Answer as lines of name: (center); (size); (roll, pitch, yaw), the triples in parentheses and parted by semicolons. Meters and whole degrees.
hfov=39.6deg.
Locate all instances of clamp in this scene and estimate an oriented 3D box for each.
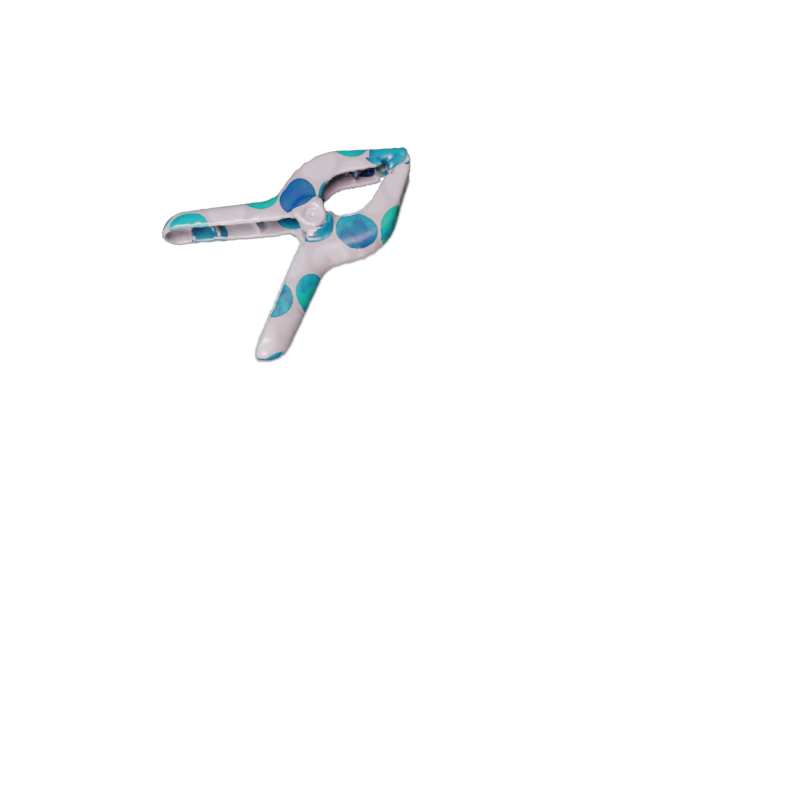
clamp: (-0.057, -0.104, 0.728); (0.171, 0.126, 0.037); (-28, -16, -9)
